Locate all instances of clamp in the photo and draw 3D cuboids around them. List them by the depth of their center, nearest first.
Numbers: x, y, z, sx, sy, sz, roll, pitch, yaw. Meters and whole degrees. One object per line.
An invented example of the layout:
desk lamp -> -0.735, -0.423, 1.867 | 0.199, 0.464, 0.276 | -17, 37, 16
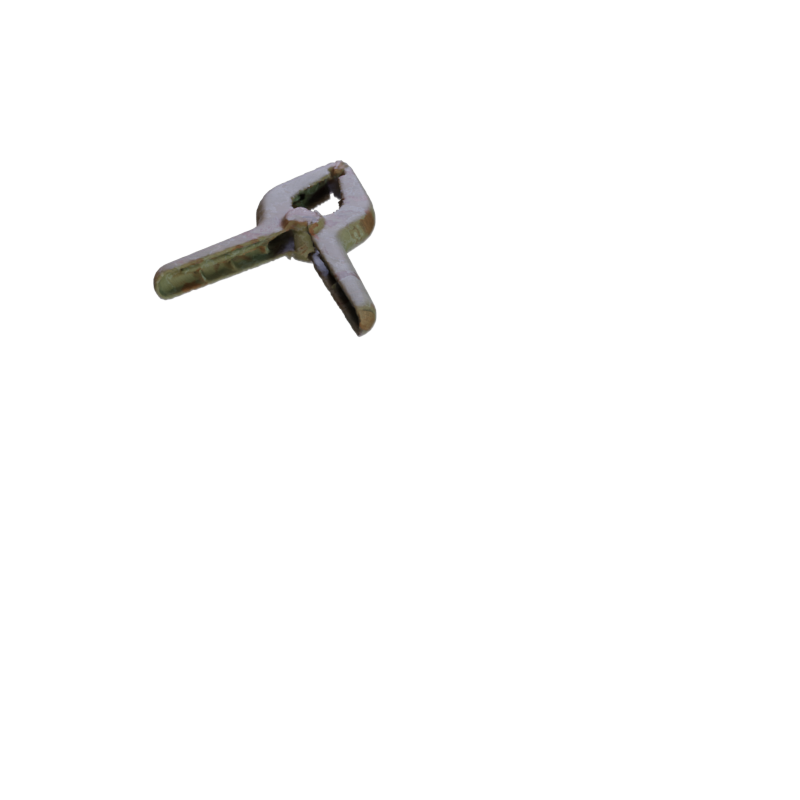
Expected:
clamp -> -0.066, -0.120, 0.843 | 0.170, 0.034, 0.217 | 15, 40, 18
